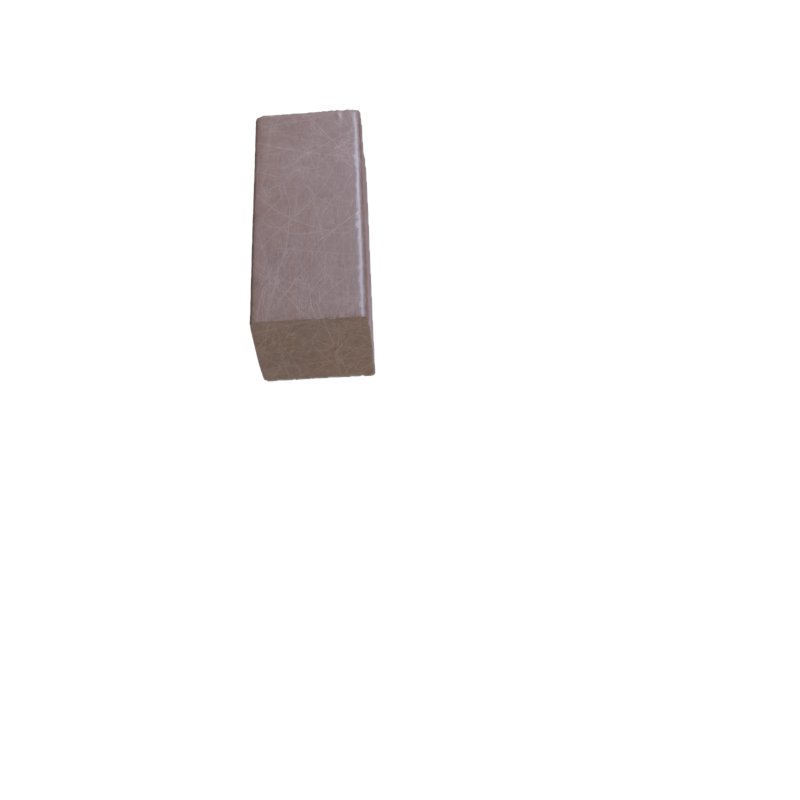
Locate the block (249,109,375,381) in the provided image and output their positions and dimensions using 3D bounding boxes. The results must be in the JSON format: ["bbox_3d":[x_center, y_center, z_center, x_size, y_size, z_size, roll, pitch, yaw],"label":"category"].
[{"bbox_3d":[-0.071,-0.129,0.903,0.091,0.220,0.084,-4,-34,2],"label":"block"}]
